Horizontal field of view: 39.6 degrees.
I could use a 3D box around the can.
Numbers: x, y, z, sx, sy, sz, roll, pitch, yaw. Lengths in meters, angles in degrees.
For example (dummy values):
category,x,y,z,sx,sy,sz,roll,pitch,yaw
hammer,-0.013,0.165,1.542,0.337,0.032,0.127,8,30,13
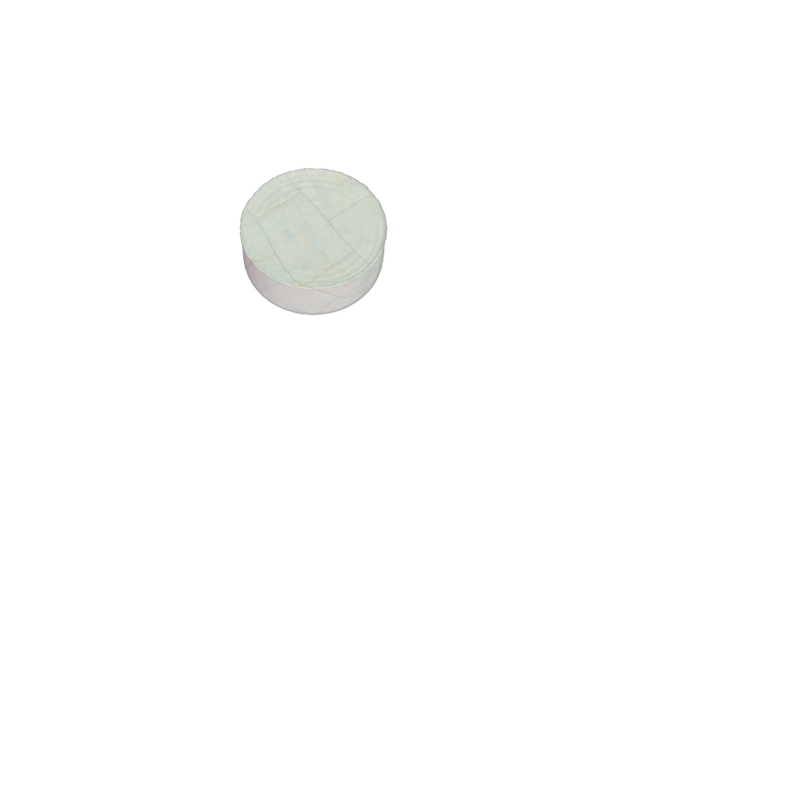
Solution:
category,x,y,z,sx,sy,sz,roll,pitch,yaw
can,-0.051,-0.094,0.656,0.086,0.092,0.031,-1,-32,-1
